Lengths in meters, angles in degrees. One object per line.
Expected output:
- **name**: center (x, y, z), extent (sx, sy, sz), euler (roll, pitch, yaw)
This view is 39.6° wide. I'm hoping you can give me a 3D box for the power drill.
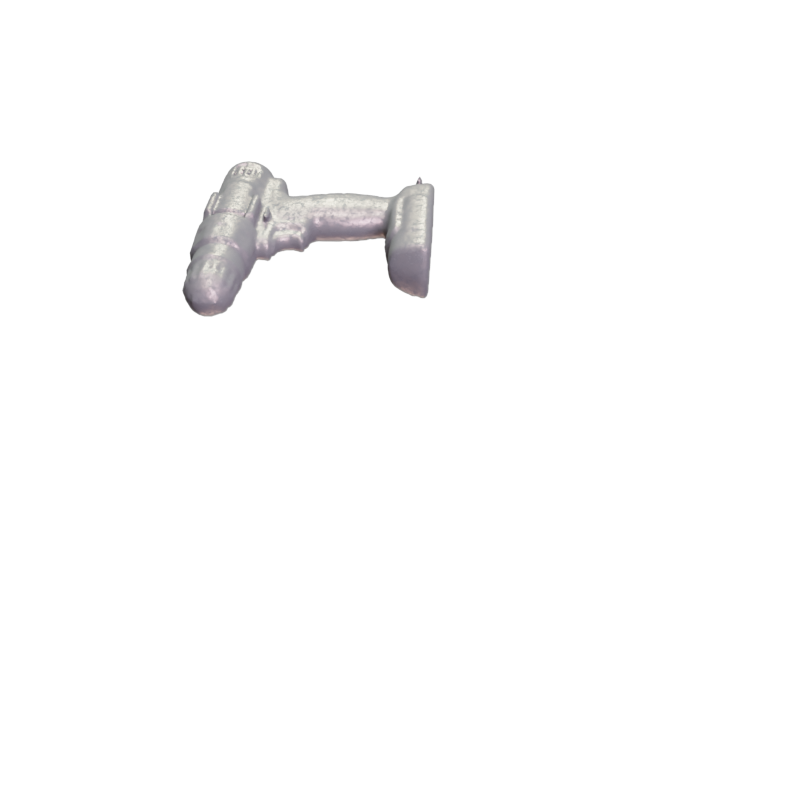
- **power drill**: center (-0.069, -0.125, 0.877), extent (0.189, 0.053, 0.196), euler (5, 41, 5)
